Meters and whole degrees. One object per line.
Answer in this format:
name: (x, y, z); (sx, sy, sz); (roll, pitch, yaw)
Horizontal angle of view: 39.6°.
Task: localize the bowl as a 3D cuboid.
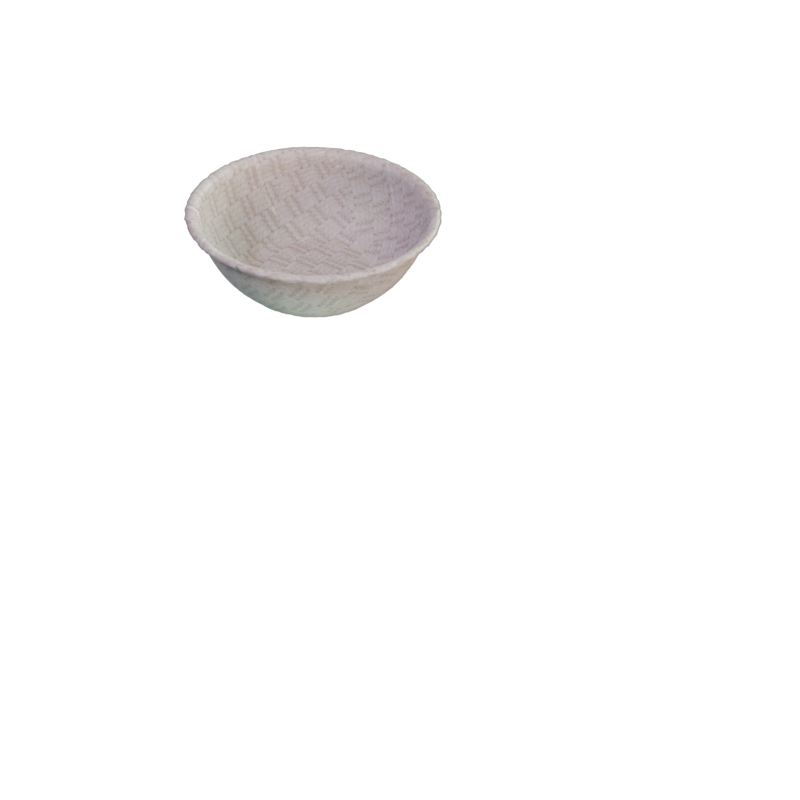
bowl: (-0.056, -0.102, 0.712); (0.162, 0.051, 0.174); (-1, 39, -2)
